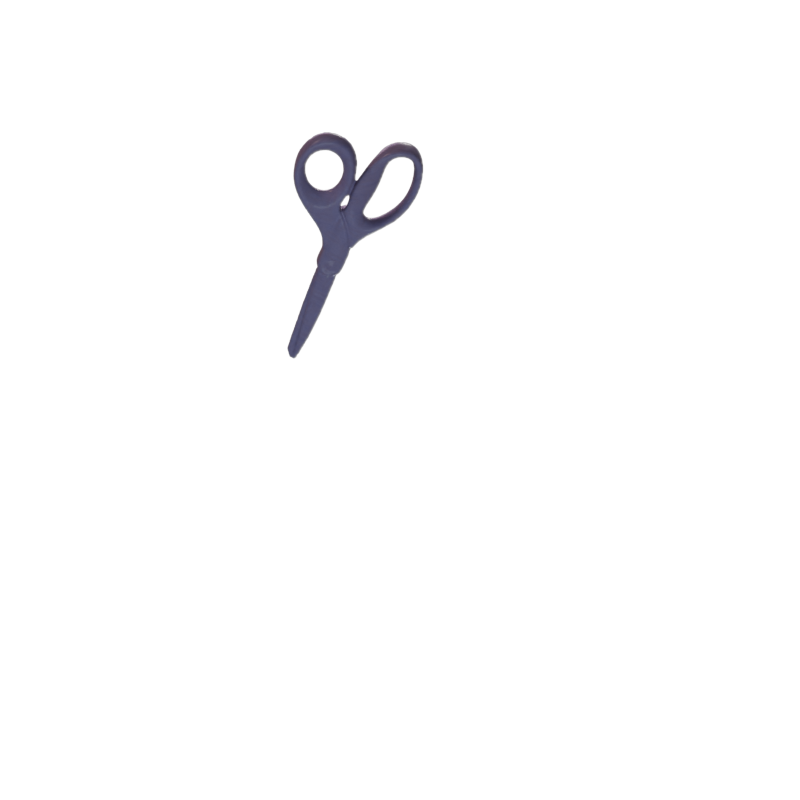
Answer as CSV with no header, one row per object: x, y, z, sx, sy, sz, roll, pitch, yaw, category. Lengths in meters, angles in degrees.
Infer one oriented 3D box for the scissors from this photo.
-0.062,-0.113,0.790,0.092,0.197,0.017,30,33,-21,scissors
